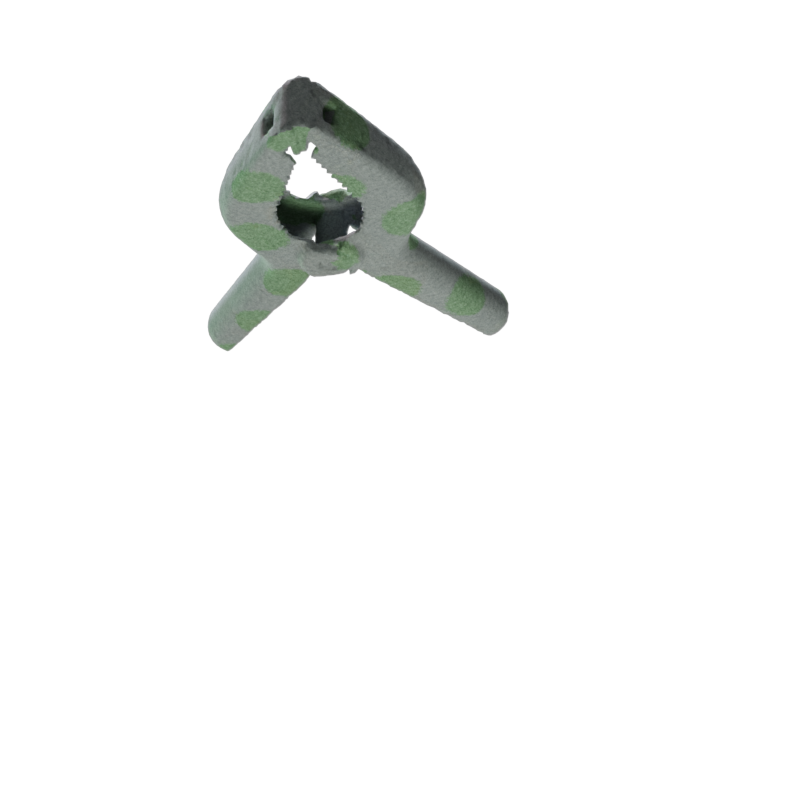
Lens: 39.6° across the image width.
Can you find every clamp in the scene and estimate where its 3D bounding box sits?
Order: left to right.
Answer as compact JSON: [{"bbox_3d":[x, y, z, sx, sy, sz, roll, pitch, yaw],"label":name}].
[{"bbox_3d":[-0.042,-0.077,0.540,0.167,0.039,0.195,-6,-27,13],"label":"clamp"}]
